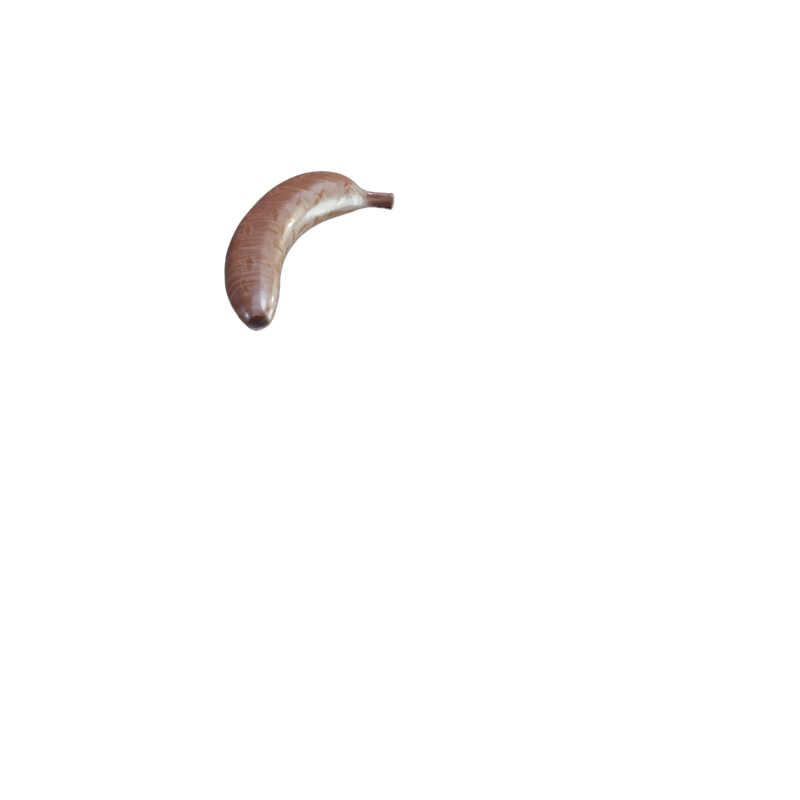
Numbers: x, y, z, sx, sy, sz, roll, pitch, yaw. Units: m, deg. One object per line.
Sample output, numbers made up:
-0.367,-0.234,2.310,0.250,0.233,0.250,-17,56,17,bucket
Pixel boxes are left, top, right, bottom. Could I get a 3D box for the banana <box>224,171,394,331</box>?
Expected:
-0.072,-0.110,0.729,0.072,0.034,0.203,14,37,19,banana
